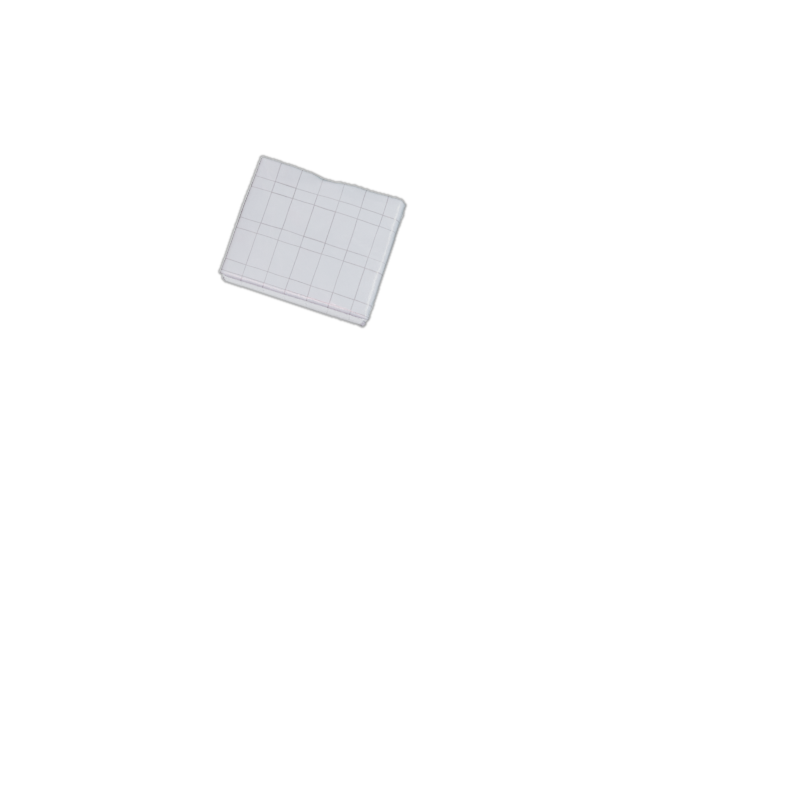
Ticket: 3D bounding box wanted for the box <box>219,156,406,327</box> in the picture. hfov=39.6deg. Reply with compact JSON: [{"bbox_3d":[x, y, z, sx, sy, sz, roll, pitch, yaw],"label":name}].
[{"bbox_3d":[-0.050,-0.091,0.635,0.090,0.075,0.029,18,-11,3],"label":"box"}]
